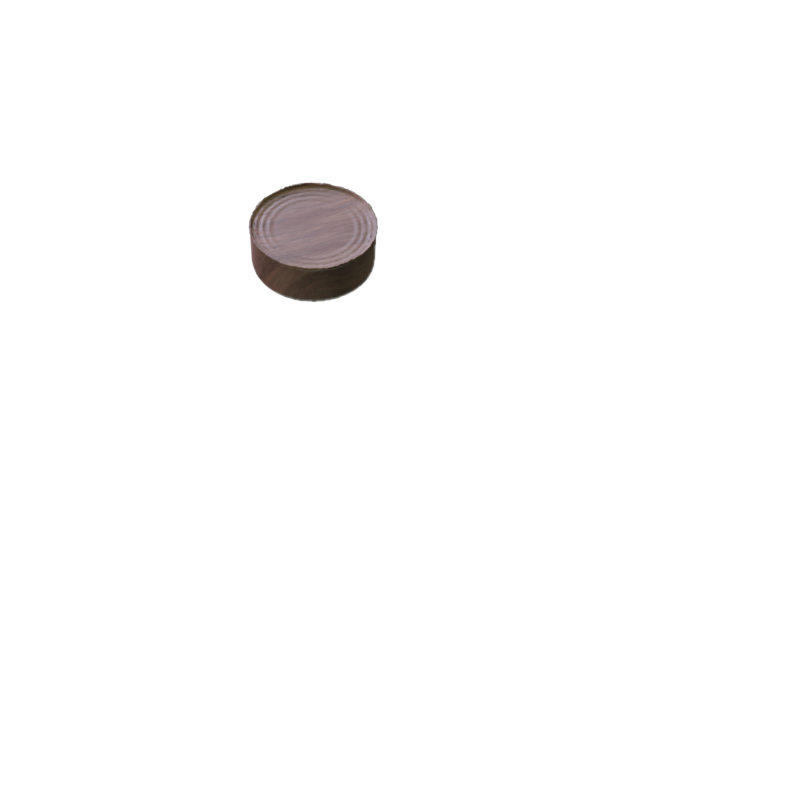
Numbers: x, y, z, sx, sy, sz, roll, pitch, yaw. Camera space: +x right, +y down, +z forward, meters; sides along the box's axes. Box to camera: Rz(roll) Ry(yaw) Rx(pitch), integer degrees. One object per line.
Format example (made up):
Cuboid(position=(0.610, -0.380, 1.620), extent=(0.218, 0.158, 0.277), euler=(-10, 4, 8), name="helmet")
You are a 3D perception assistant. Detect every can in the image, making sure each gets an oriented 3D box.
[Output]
Cuboid(position=(-0.058, -0.106, 0.746), extent=(0.086, 0.092, 0.031), euler=(-1, -43, -1), name="can")
